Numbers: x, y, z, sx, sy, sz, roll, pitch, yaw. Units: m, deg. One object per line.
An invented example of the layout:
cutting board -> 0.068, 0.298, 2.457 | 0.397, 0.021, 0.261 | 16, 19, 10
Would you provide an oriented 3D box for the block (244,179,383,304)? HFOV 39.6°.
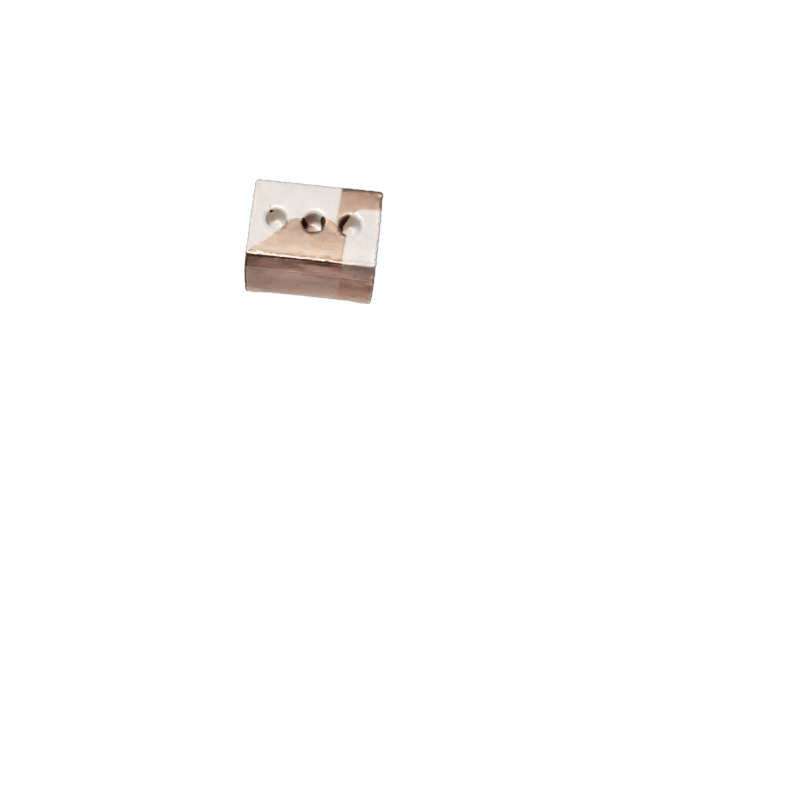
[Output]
block -> -0.052, -0.095, 0.663 | 0.078, 0.056, 0.048 | 5, -24, 1
